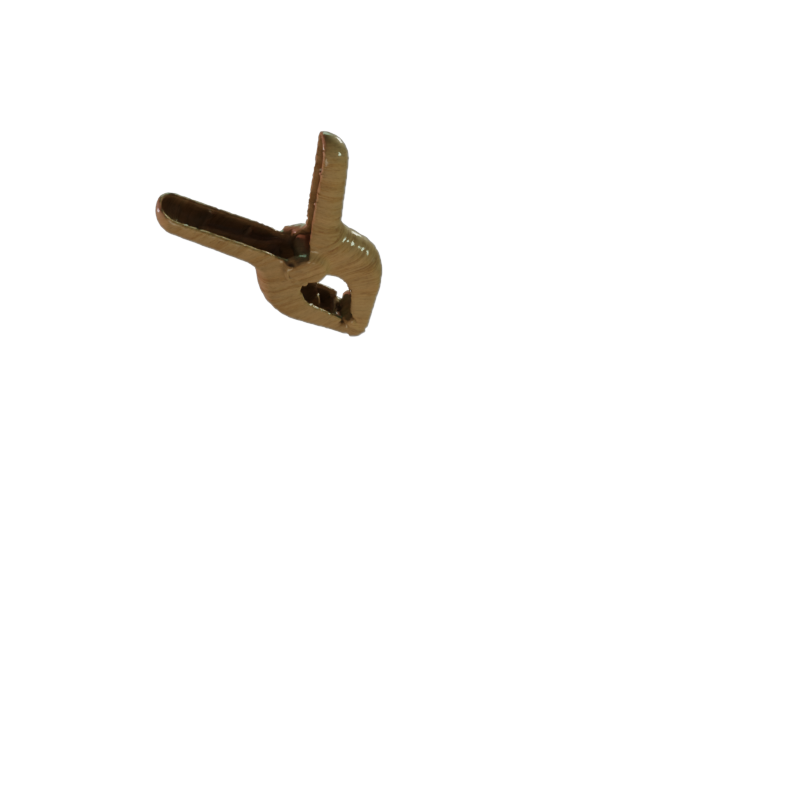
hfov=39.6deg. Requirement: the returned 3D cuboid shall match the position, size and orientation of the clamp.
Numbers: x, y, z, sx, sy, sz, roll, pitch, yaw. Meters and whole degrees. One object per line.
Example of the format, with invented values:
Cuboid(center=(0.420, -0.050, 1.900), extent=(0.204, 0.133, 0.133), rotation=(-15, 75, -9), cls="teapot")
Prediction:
Cuboid(center=(-0.053, -0.097, 0.680), extent=(0.121, 0.042, 0.159), rotation=(-18, -34, 28), cls="clamp")
